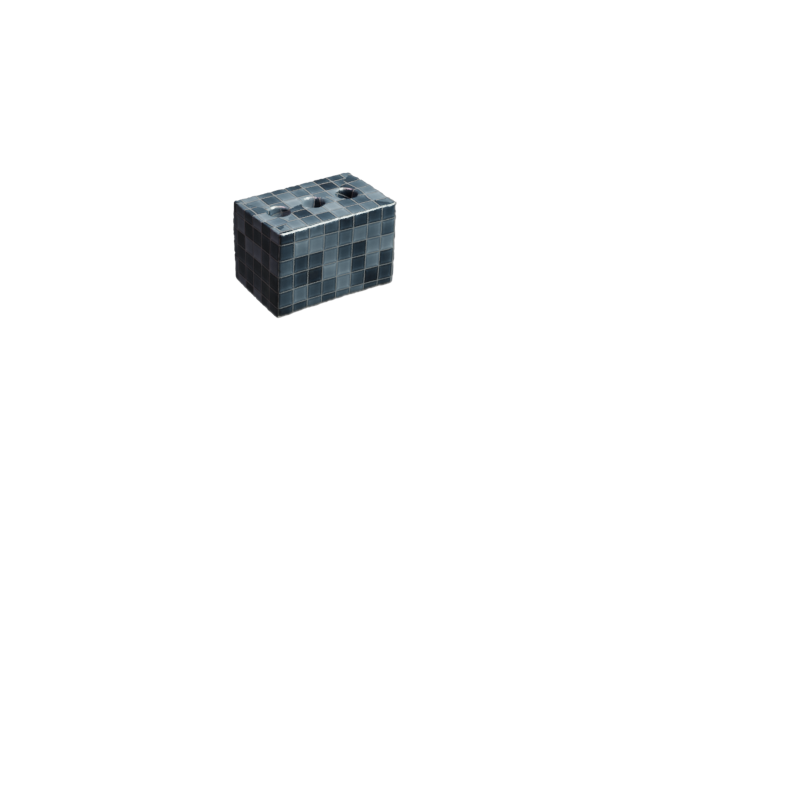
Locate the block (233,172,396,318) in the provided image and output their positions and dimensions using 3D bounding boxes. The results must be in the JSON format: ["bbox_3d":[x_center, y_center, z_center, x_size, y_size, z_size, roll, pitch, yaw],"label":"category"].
[{"bbox_3d":[-0.049,-0.089,0.623,0.077,0.048,0.057,-20,38,-29],"label":"block"}]
